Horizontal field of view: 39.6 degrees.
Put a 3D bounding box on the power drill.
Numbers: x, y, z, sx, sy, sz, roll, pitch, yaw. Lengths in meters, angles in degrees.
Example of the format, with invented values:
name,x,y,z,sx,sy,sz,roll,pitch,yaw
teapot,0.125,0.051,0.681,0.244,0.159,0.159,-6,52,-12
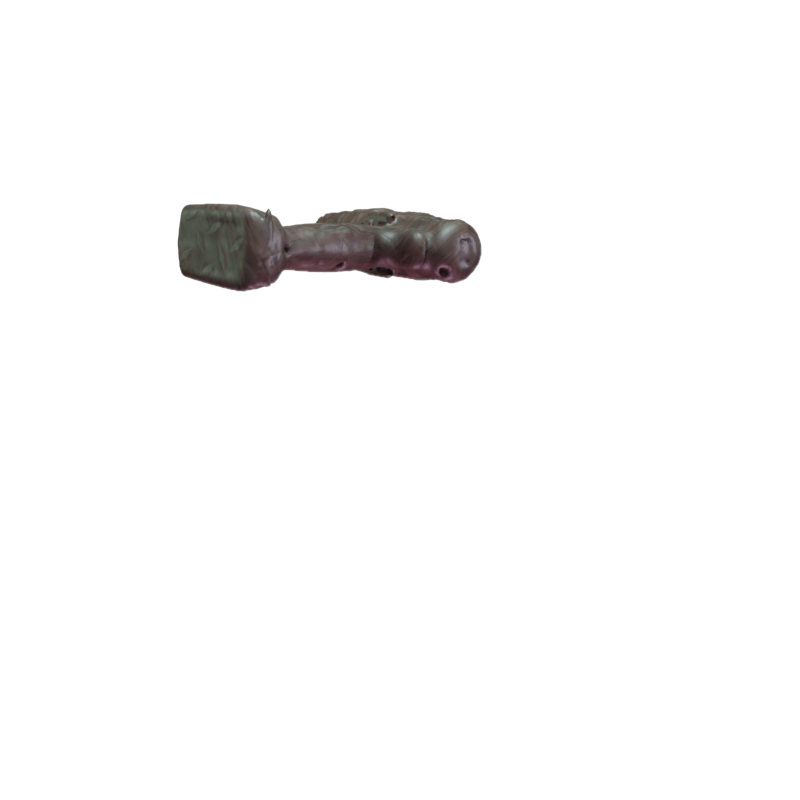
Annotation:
name,x,y,z,sx,sy,sz,roll,pitch,yaw
power drill,-0.064,-0.116,0.811,0.182,0.056,0.193,-7,13,-35
